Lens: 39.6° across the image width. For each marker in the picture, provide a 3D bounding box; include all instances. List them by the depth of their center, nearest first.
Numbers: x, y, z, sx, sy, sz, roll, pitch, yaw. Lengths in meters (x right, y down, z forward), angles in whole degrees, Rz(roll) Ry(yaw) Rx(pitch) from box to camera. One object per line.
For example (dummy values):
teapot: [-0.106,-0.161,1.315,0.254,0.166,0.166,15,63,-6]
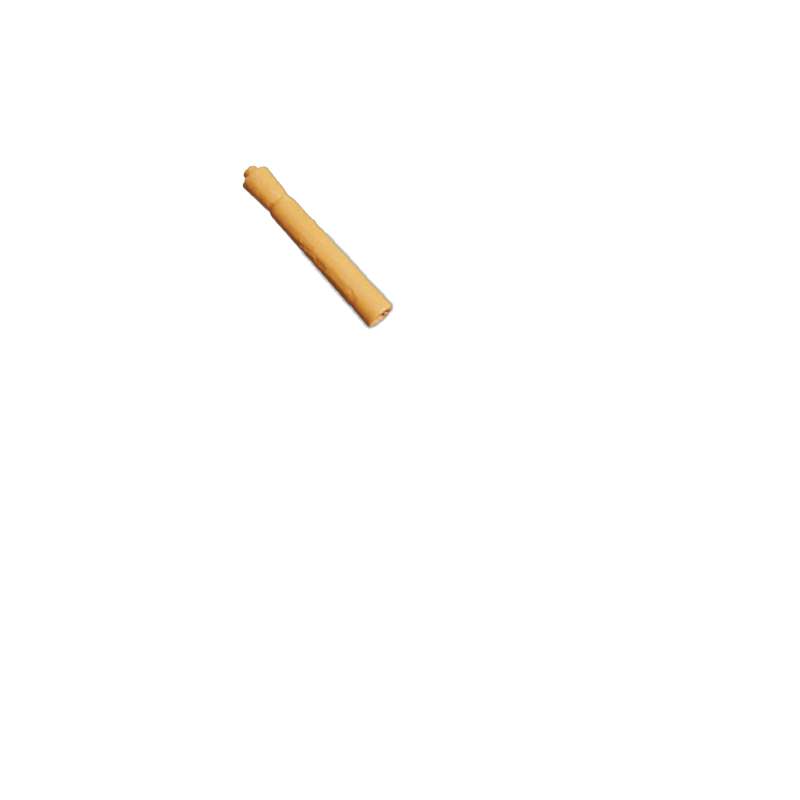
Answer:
marker: [-0.051,-0.092,0.646,0.020,0.126,0.019,-37,-17,-13]
